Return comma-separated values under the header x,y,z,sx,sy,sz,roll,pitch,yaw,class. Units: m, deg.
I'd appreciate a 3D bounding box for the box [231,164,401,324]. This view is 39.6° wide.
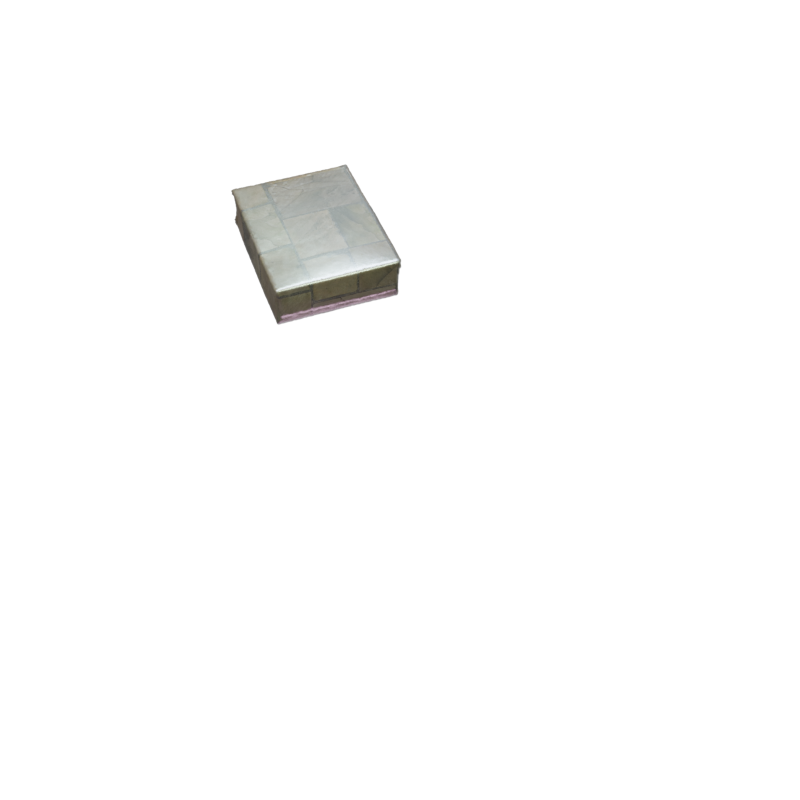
x,y,z,sx,sy,sz,roll,pitch,yaw,class
-0.061,-0.112,0.783,0.089,0.036,0.123,-15,47,-15,box
